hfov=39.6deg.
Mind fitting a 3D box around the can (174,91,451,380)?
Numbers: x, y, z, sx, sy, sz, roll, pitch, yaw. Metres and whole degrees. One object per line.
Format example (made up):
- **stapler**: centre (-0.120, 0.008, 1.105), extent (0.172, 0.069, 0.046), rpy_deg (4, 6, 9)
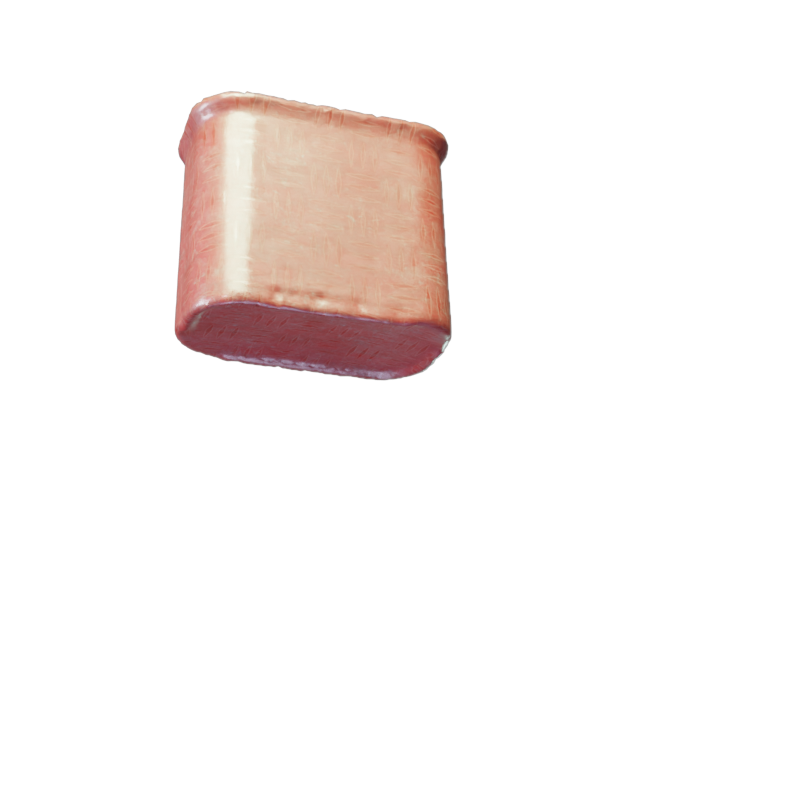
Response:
- **can**: centre (-0.032, -0.059, 0.411), extent (0.099, 0.089, 0.056), rpy_deg (7, -27, -17)
